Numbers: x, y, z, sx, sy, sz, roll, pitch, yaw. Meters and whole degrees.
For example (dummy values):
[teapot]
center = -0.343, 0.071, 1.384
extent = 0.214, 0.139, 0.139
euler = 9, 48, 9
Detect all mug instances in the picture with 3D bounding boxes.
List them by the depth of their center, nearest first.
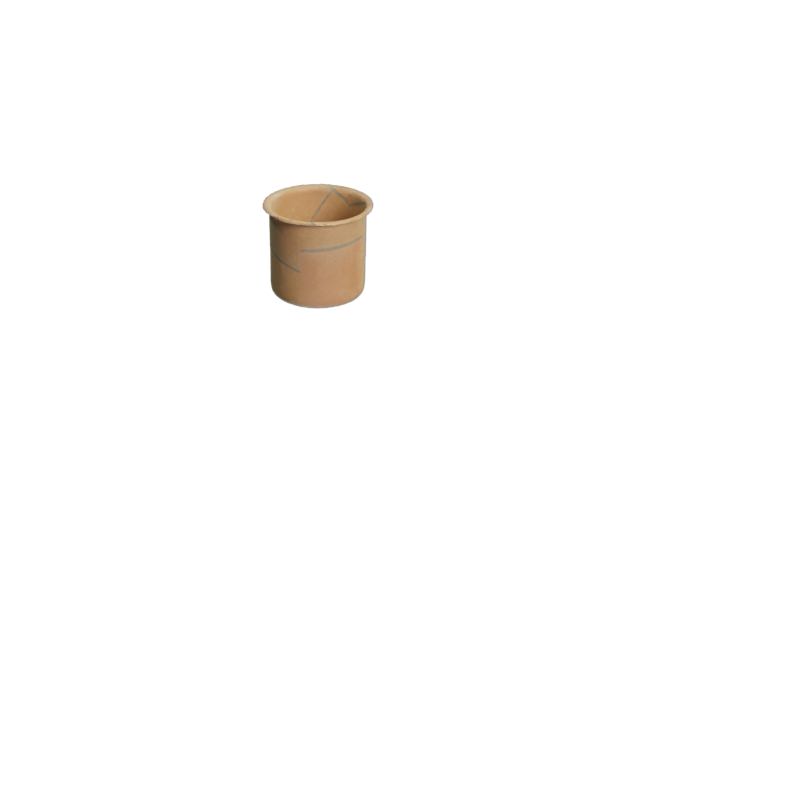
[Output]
[mug]
center = -0.075, -0.136, 0.953
extent = 0.092, 0.077, 0.126
euler = -10, 30, -19
